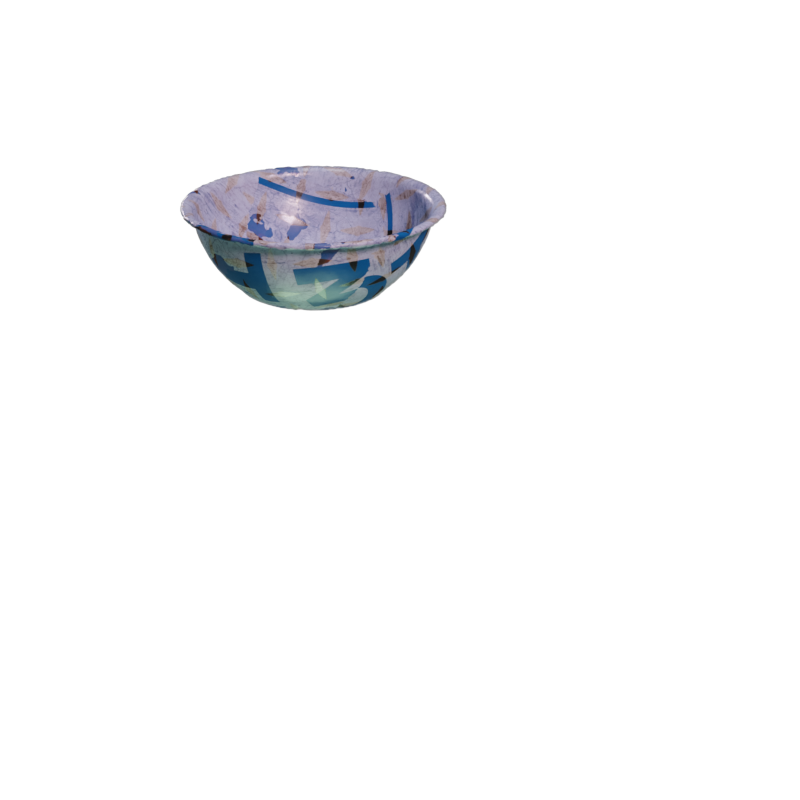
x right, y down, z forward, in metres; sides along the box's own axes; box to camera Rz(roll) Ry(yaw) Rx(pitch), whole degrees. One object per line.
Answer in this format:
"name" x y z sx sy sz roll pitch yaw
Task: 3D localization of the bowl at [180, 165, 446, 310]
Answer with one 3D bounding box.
"bowl" -0.053 -0.097 0.682 0.162 0.052 0.171 -1 26 -2
